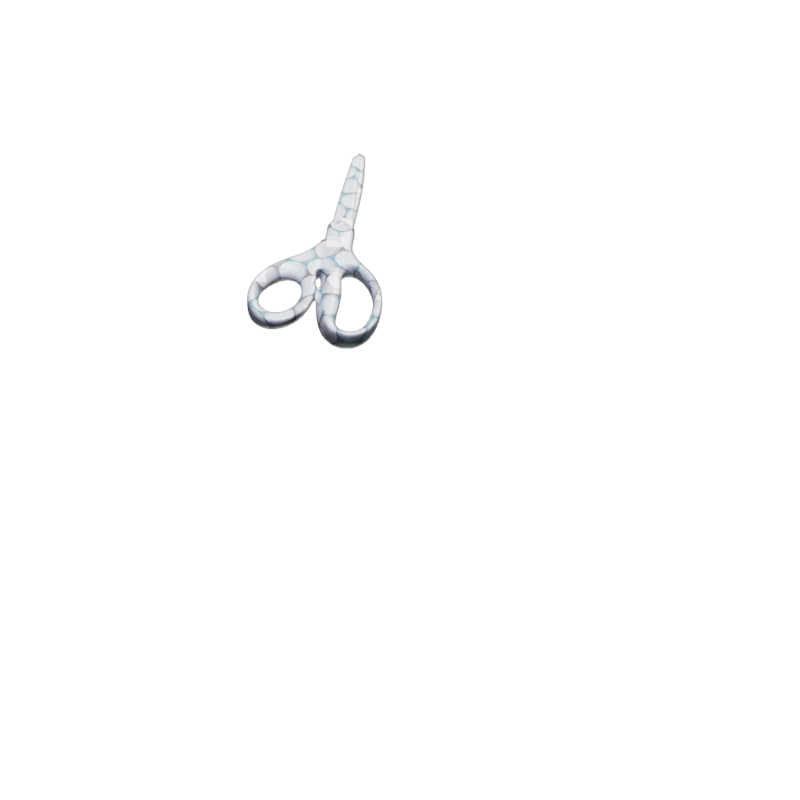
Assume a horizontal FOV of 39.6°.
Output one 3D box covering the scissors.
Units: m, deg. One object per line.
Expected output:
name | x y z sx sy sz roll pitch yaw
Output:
scissors | -0.060 -0.109 0.764 0.096 0.015 0.218 -5 44 -6
